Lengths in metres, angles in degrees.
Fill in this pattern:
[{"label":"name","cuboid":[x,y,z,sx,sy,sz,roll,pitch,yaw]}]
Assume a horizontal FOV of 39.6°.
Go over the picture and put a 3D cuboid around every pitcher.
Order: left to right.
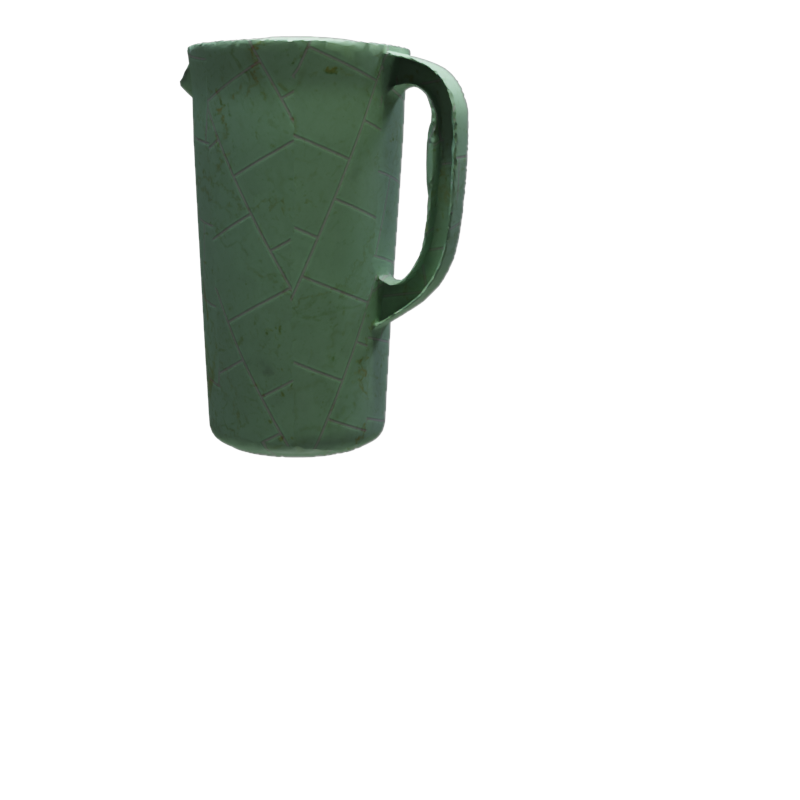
[{"label":"pitcher","cuboid":[-0.052,-0.095,0.664,0.142,0.240,0.155,-2,8,-19]}]
